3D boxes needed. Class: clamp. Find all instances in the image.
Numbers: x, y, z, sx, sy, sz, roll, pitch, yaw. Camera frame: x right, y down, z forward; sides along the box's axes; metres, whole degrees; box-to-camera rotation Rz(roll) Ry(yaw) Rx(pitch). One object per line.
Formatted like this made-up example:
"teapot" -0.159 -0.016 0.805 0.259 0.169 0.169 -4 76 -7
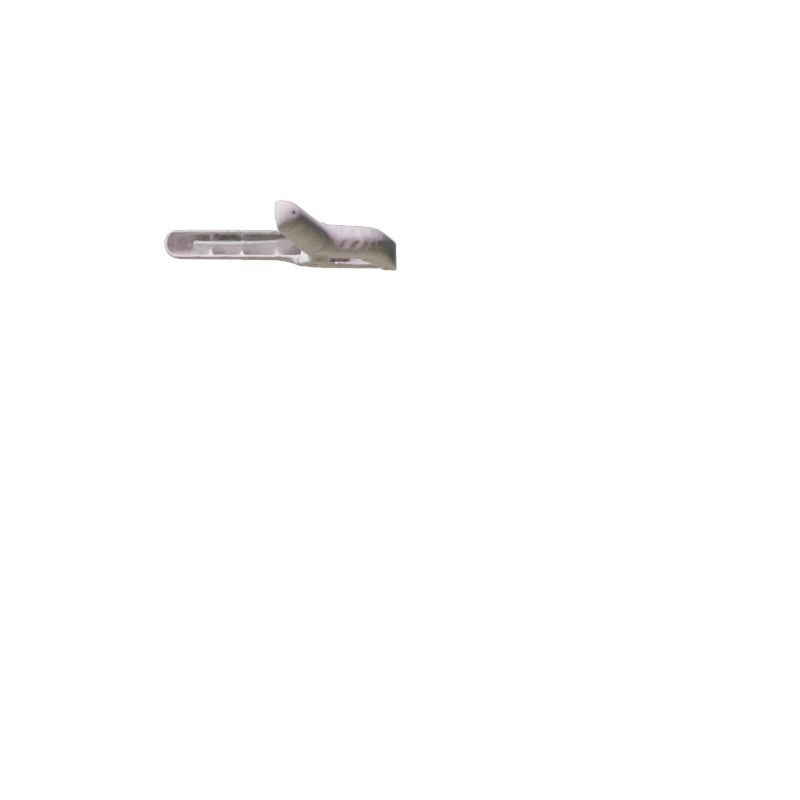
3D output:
"clamp" -0.075 -0.136 0.954 0.201 0.037 0.169 2 -3 -36
